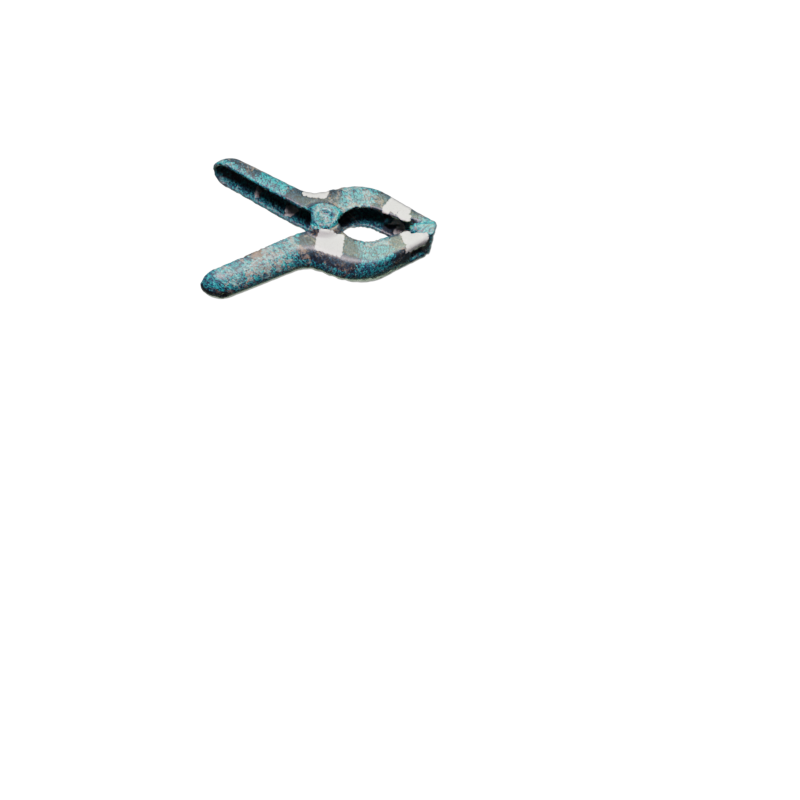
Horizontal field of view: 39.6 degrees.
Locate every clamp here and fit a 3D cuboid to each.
[{"bbox_3d":[-0.062,-0.114,0.798,0.173,0.127,0.037,9,-29,5],"label":"clamp"}]
